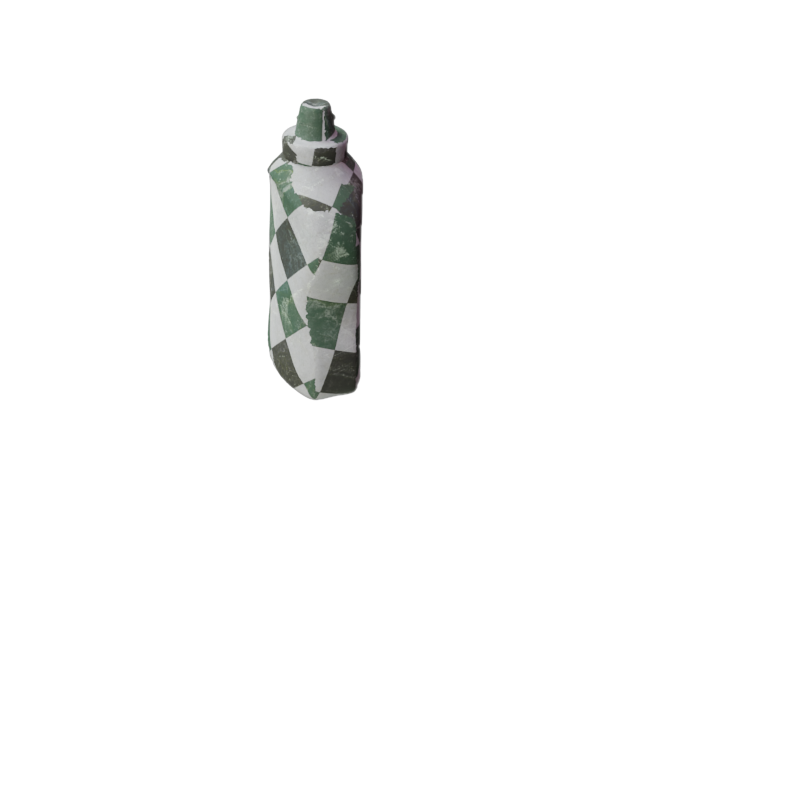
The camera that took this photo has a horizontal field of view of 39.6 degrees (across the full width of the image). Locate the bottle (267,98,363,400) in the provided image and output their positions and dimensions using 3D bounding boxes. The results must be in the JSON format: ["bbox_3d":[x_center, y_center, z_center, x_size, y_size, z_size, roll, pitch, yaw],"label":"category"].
[{"bbox_3d":[-0.056,-0.103,0.718,0.057,0.180,0.104,-8,33,-17],"label":"bottle"}]
